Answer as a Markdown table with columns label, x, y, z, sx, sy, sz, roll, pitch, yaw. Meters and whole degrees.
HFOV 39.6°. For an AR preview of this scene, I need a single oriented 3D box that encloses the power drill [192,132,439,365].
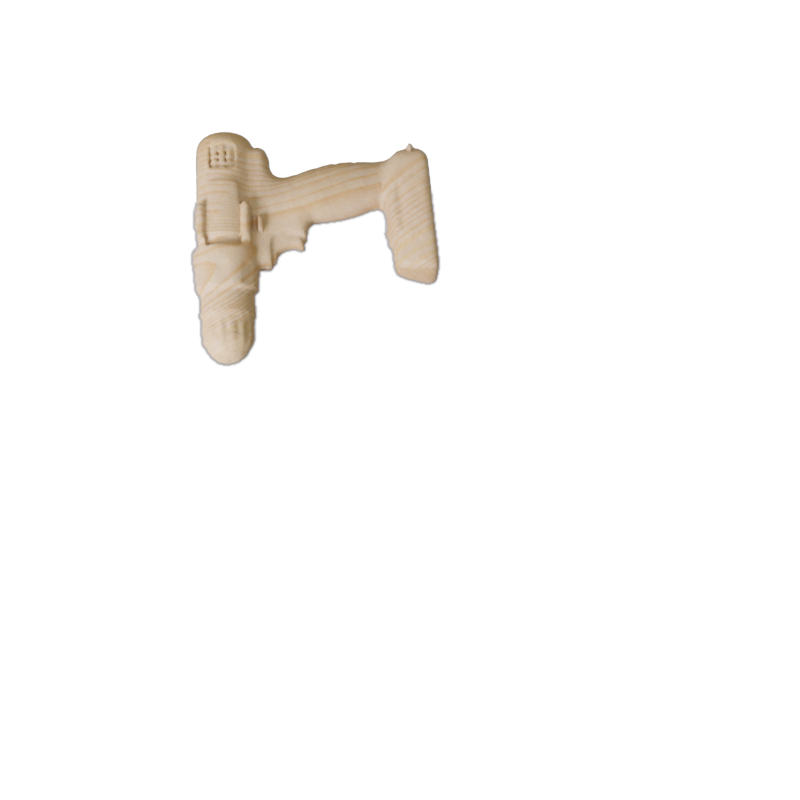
| label | x | y | z | sx | sy | sz | roll | pitch | yaw |
| --- | --- | --- | --- | --- | --- | --- | --- | --- | --- |
| power drill | -0.067 | -0.122 | 0.855 | 0.187 | 0.191 | 0.055 | -3 | -15 | -1 |
